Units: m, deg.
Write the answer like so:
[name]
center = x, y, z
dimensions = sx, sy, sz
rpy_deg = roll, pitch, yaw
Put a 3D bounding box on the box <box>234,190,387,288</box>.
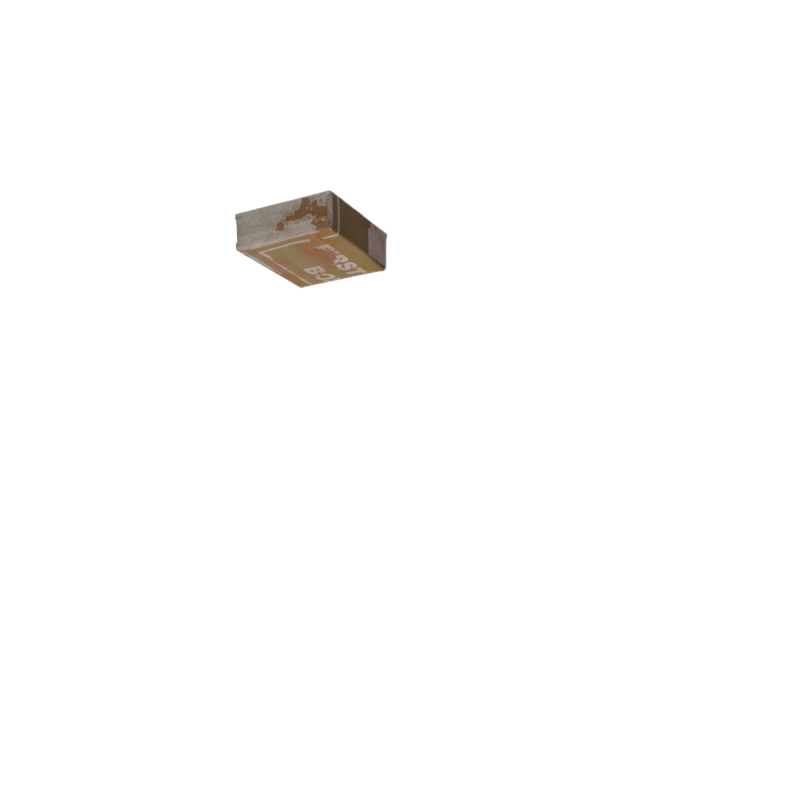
[box]
center = -0.073, -0.134, 0.936
dimensions = 0.092, 0.041, 0.106
rpy_deg = -9, -19, 25
